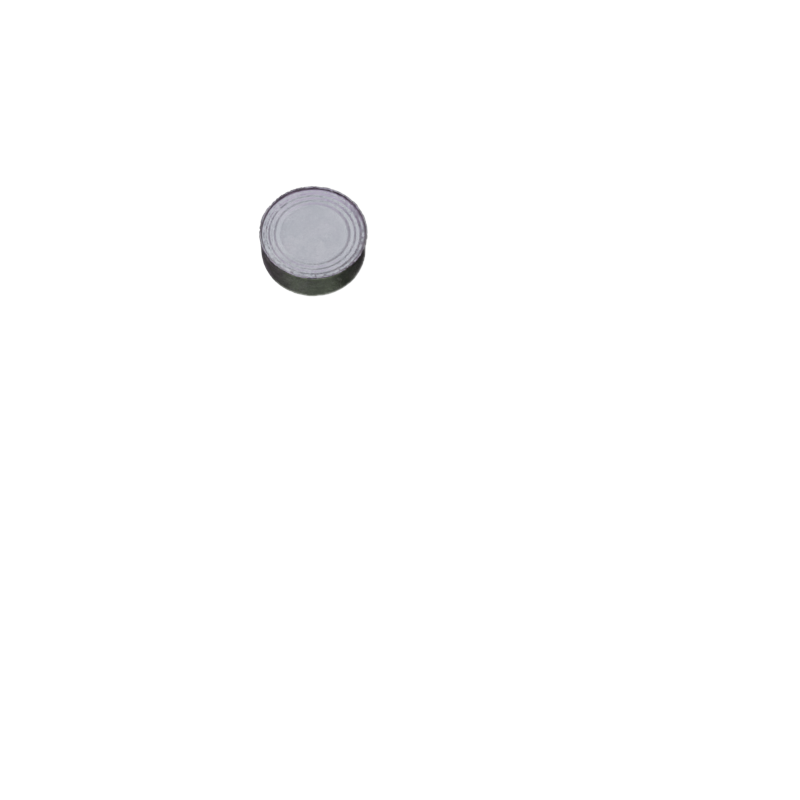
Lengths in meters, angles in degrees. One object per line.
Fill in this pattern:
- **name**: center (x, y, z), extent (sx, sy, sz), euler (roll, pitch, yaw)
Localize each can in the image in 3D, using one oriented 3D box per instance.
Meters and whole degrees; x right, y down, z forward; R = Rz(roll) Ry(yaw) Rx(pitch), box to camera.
- **can**: center (-0.070, -0.127, 0.888), extent (0.086, 0.091, 0.032), euler (-1, -29, -1)
